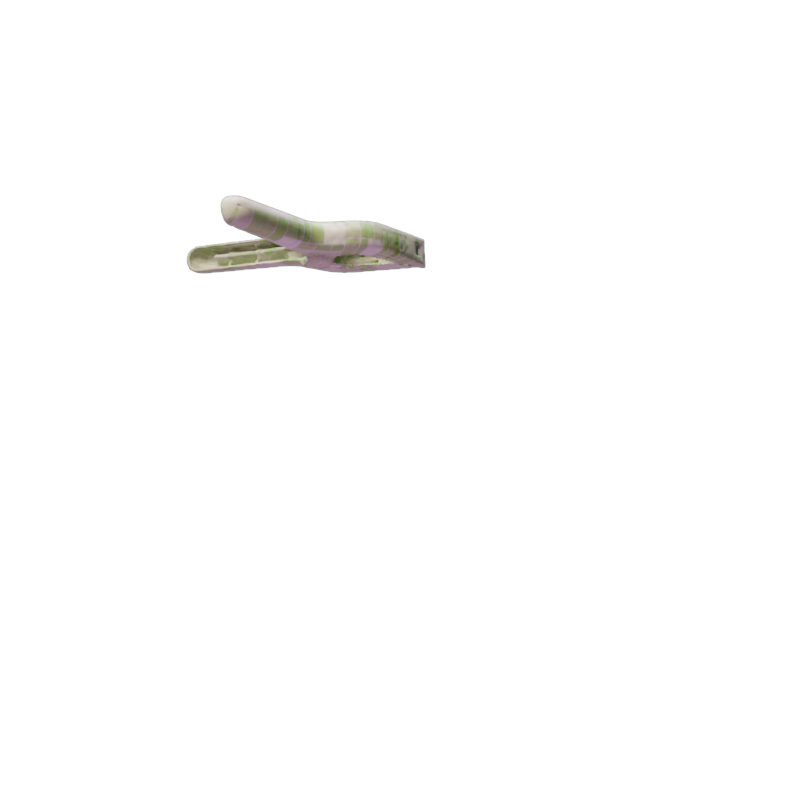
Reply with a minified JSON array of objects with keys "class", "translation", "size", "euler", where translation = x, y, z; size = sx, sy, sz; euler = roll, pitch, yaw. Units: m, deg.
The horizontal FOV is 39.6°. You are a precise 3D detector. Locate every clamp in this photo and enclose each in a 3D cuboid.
[{"class":"clamp","translation":[-0.075,-0.137,0.961],"size":[0.207,0.037,0.162],"euler":[2,-9,-11]}]
